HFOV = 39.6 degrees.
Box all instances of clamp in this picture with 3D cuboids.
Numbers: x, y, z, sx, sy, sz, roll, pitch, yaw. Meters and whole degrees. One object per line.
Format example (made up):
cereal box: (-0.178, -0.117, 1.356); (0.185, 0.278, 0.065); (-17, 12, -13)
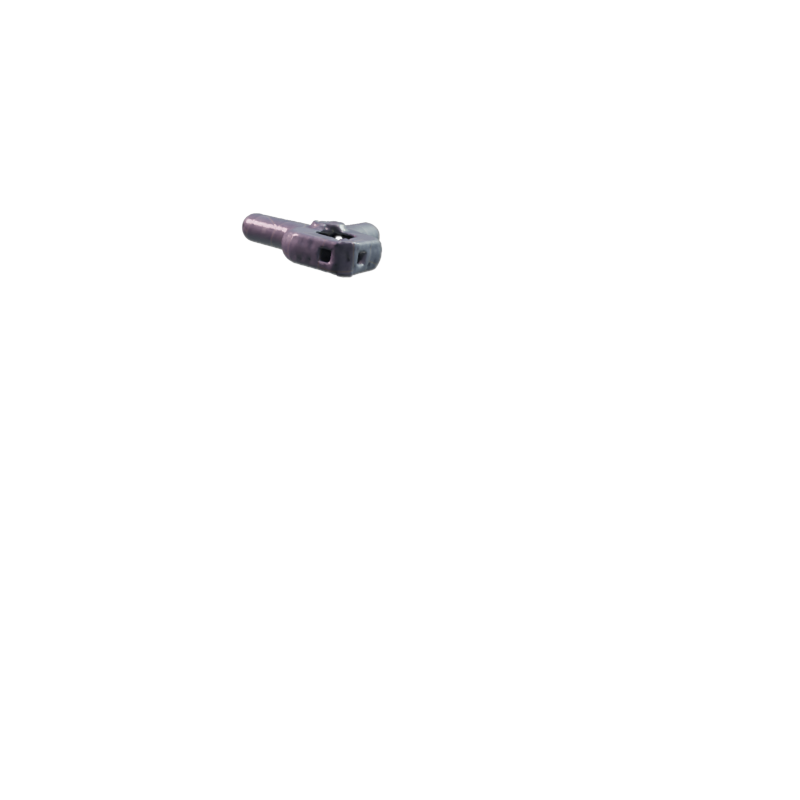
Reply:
clamp: (-0.071, -0.129, 0.901); (0.120, 0.038, 0.176); (-1, 13, -4)
